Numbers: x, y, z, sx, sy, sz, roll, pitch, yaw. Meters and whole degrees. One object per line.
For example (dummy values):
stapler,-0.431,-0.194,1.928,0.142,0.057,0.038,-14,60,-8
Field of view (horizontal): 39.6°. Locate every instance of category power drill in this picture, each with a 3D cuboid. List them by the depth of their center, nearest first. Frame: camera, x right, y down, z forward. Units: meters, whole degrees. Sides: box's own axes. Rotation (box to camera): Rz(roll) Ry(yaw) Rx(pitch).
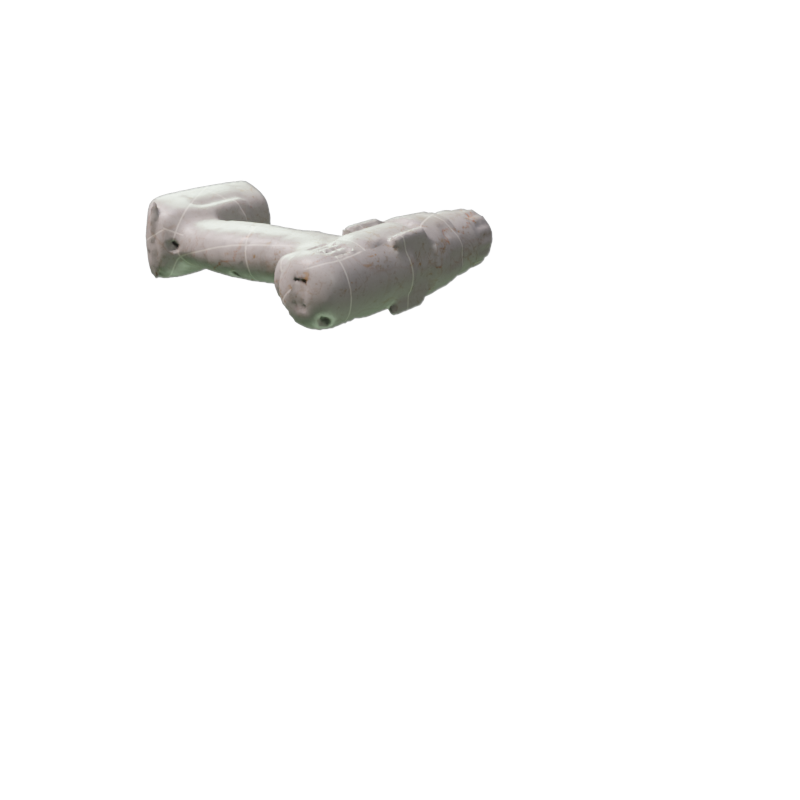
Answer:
power drill,-0.056,-0.102,0.715,0.197,0.055,0.182,14,24,35
